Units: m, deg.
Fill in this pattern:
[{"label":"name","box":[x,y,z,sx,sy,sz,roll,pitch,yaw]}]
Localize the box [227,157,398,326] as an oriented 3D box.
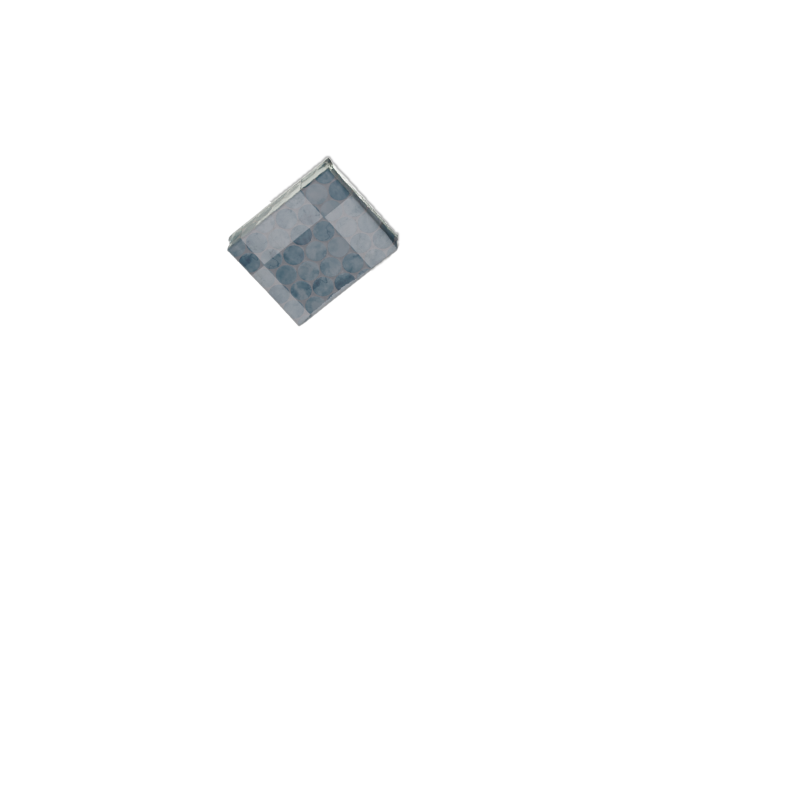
[{"label":"box","box":[-0.057,-0.104,0.728,0.089,0.070,0.032,-38,18,14]}]
